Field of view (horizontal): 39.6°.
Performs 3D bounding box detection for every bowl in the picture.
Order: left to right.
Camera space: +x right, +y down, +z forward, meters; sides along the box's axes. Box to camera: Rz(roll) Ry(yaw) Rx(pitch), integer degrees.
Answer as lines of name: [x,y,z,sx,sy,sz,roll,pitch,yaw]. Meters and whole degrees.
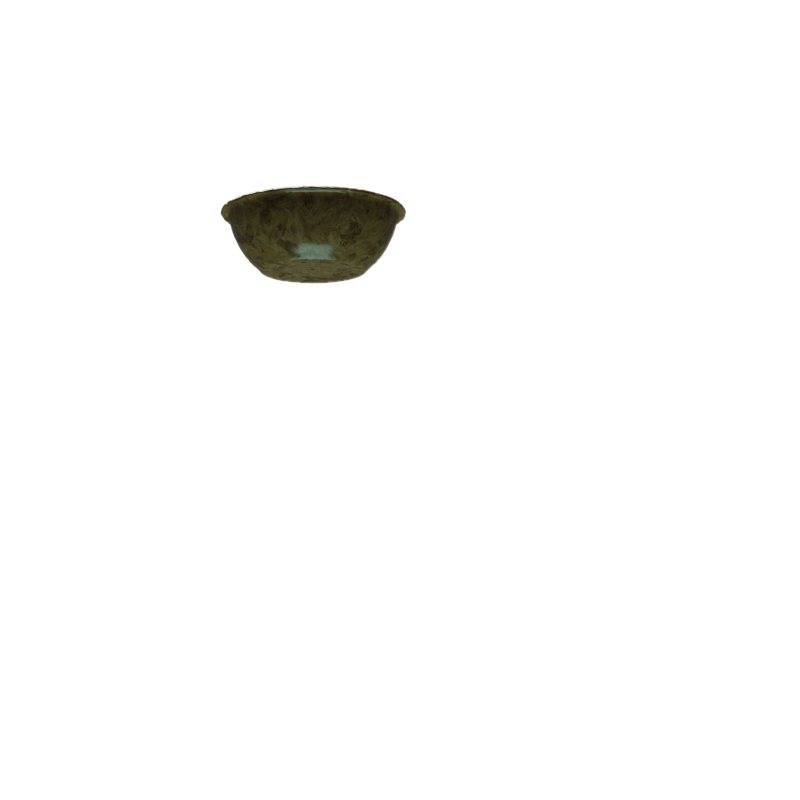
bowl: [-0.075,-0.138,0.964,0.162,0.057,0.158,0,-8,-2]
